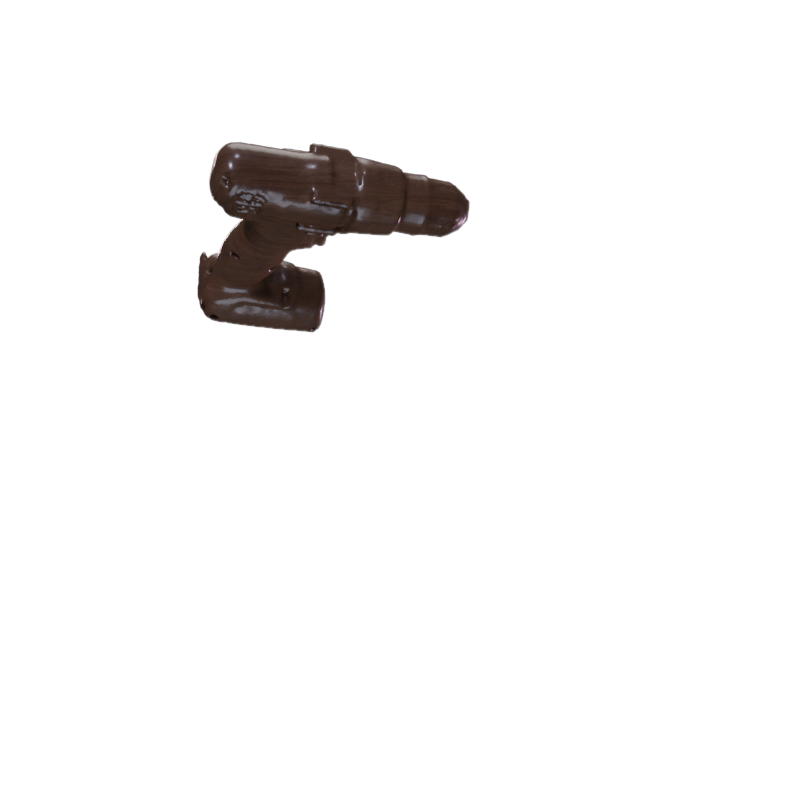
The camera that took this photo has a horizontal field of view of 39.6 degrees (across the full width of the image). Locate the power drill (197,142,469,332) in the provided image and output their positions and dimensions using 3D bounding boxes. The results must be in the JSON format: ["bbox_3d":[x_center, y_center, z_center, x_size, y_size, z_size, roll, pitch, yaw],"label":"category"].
[{"bbox_3d":[-0.064,-0.116,0.816,0.180,0.061,0.181,9,-29,-17],"label":"power drill"}]
